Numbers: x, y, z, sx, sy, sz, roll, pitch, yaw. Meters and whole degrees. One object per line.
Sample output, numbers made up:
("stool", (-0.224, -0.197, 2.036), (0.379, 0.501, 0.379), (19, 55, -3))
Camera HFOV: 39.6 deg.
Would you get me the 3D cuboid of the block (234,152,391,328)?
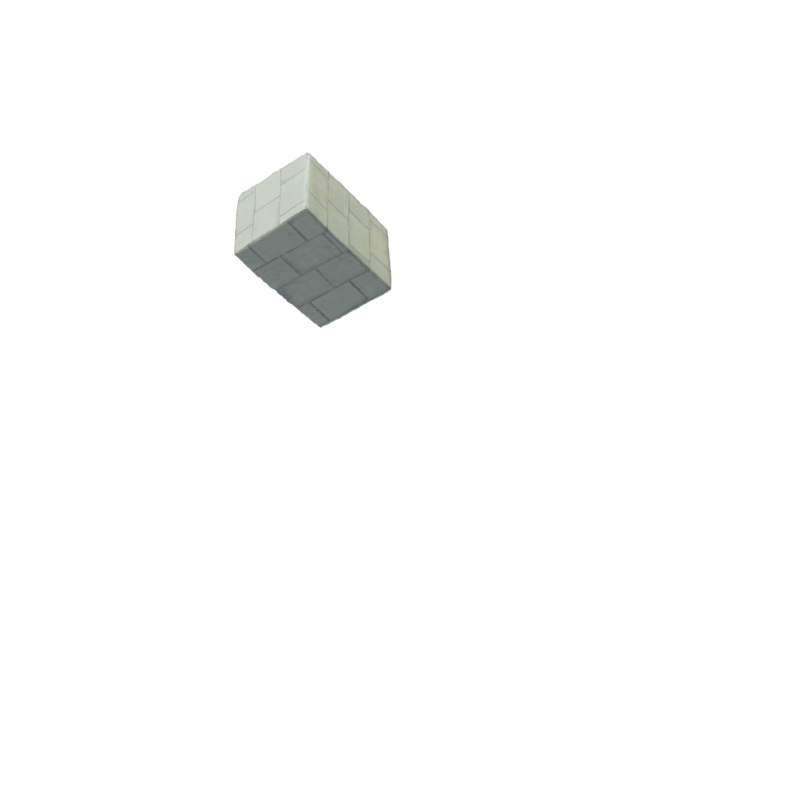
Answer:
("block", (-0.049, -0.089, 0.621), (0.053, 0.055, 0.073), (-28, -50, 25))
